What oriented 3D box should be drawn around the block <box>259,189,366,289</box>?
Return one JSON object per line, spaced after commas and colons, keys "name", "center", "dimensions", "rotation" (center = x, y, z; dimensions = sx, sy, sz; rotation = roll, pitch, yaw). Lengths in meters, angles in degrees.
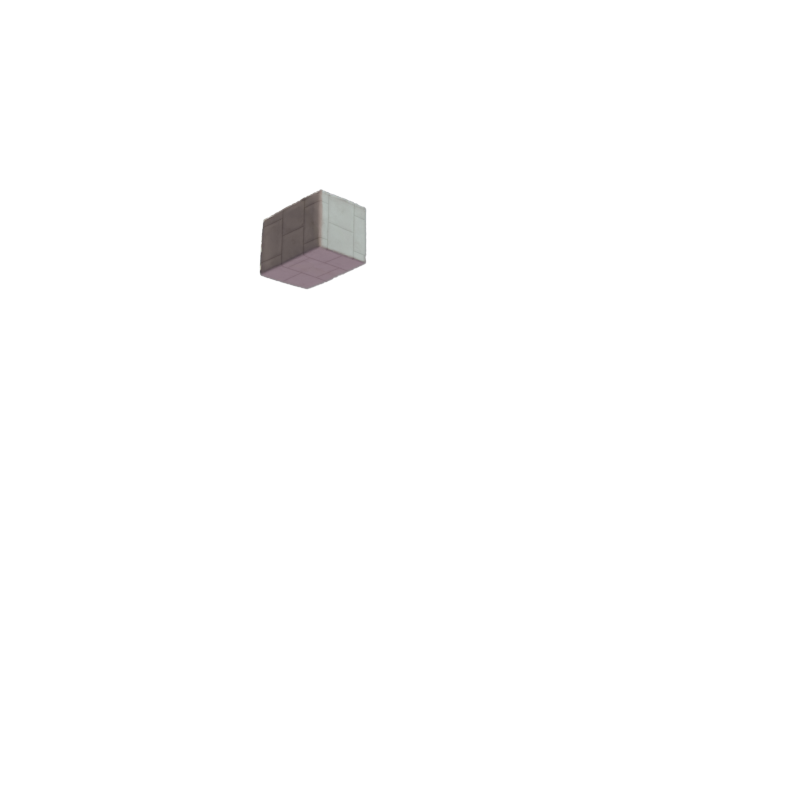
{"name": "block", "center": [-0.072, -0.131, 0.916], "dimensions": [0.050, 0.054, 0.079], "rotation": [18, -27, -41]}
